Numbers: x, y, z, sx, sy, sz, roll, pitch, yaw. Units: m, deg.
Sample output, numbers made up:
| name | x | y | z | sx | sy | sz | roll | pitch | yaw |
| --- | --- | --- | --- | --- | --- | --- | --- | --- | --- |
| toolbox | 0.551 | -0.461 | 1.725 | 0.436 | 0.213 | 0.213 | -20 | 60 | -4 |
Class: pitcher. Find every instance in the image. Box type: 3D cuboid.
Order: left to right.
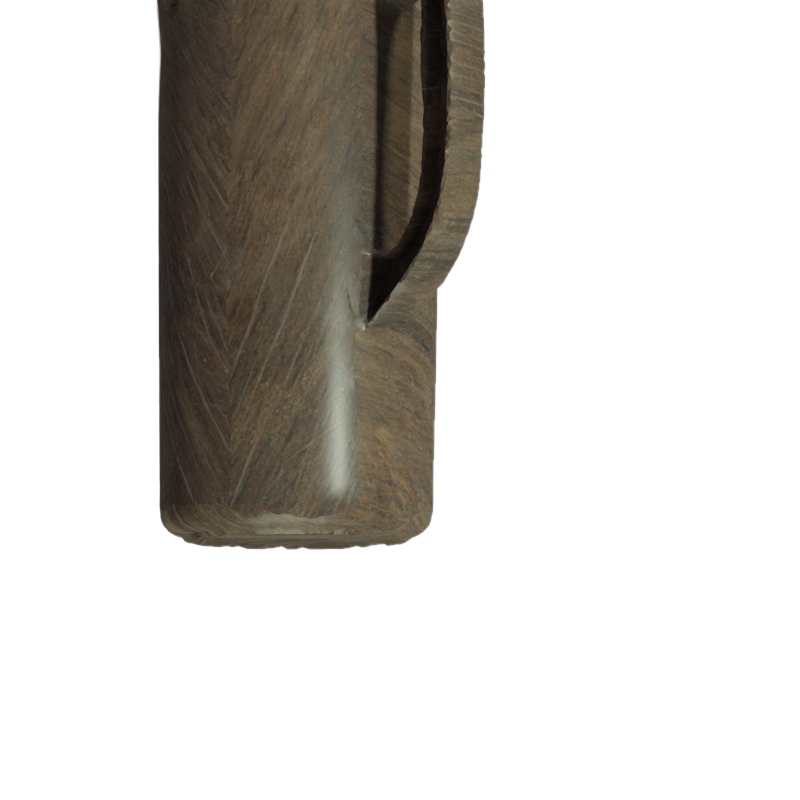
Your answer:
| name | x | y | z | sx | sy | sz | roll | pitch | yaw |
| --- | --- | --- | --- | --- | --- | --- | --- | --- | --- |
| pitcher | -0.036 | -0.066 | 0.465 | 0.146 | 0.253 | 0.142 | -2 | -16 | 4 |
